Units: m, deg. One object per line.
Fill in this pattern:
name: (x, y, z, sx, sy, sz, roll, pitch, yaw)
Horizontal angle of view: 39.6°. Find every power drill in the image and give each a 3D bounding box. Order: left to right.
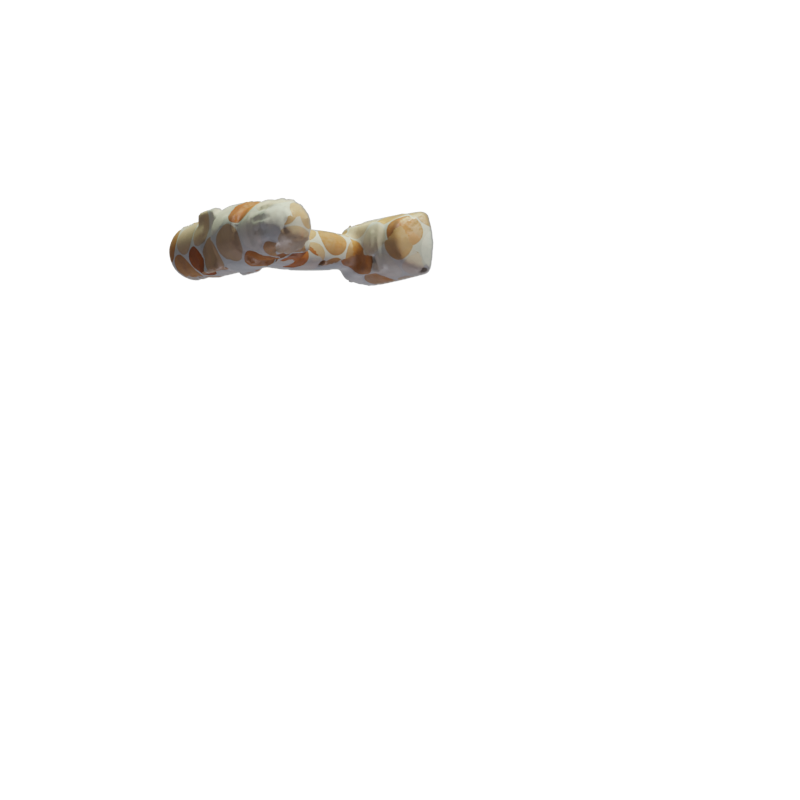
power drill: (-0.069, -0.126, 0.884, 0.181, 0.058, 0.190, 0, 1, -33)
